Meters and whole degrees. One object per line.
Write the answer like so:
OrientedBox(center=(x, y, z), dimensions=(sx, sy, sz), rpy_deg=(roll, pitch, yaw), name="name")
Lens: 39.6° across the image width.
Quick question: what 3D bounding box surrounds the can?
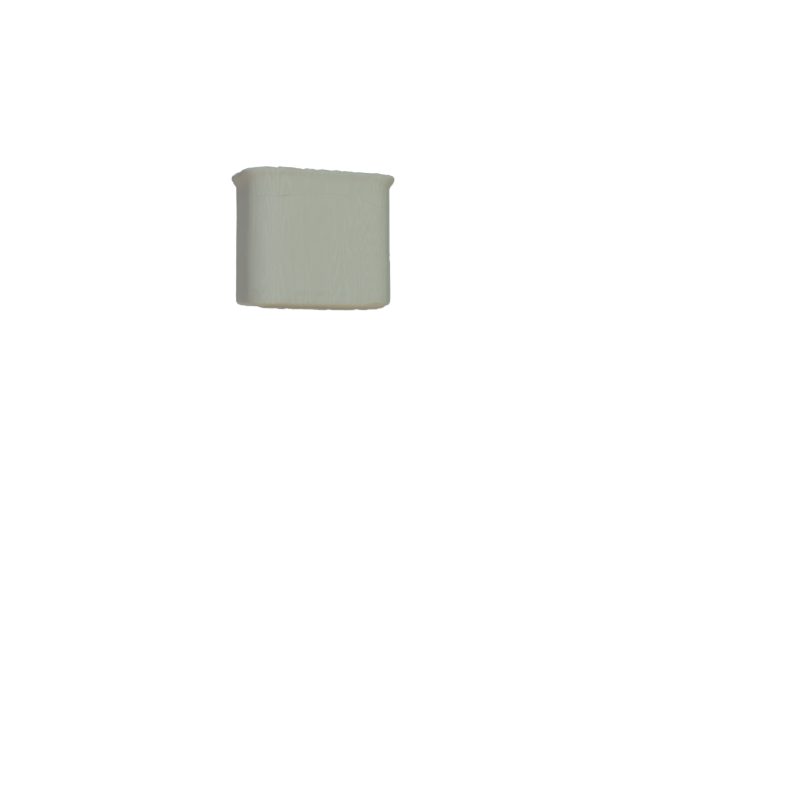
OrientedBox(center=(-0.055, -0.101, 0.704), dimensions=(0.099, 0.085, 0.058), rpy_deg=(1, -4, -24), name="can")
